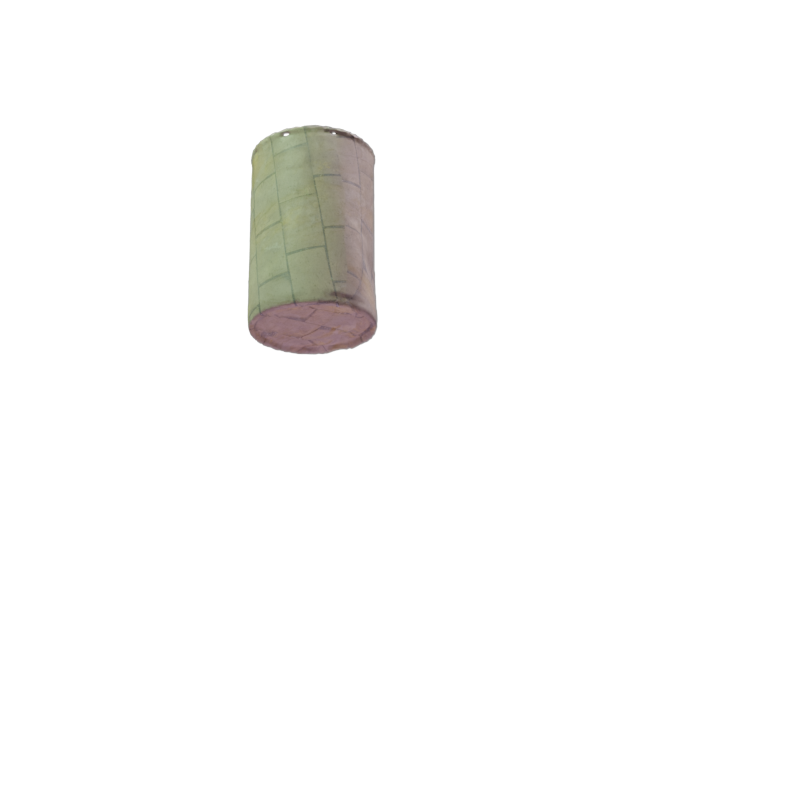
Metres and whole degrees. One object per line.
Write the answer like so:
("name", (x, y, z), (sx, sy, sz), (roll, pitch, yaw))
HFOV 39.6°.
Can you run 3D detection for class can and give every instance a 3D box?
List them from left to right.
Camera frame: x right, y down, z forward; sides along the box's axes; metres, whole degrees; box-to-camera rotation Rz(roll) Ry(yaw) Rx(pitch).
("can", (-0.046, -0.083, 0.582), (0.068, 0.108, 0.065), (0, -25, -2))
